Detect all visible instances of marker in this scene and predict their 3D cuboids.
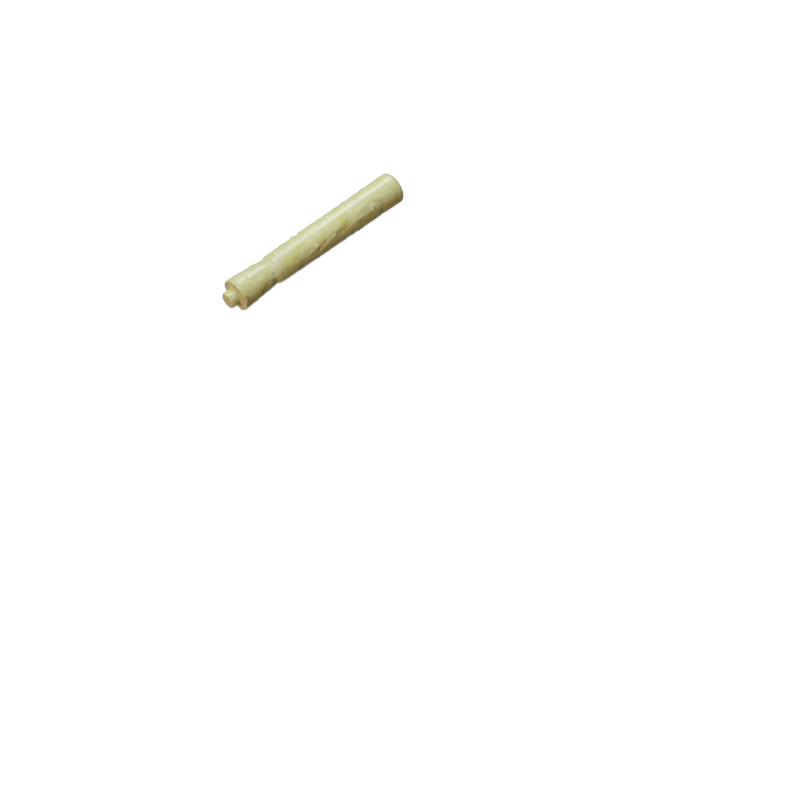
[{"bbox_3d":[-0.048,-0.087,0.607,0.122,0.019,0.020,-38,22,-24],"label":"marker"}]
